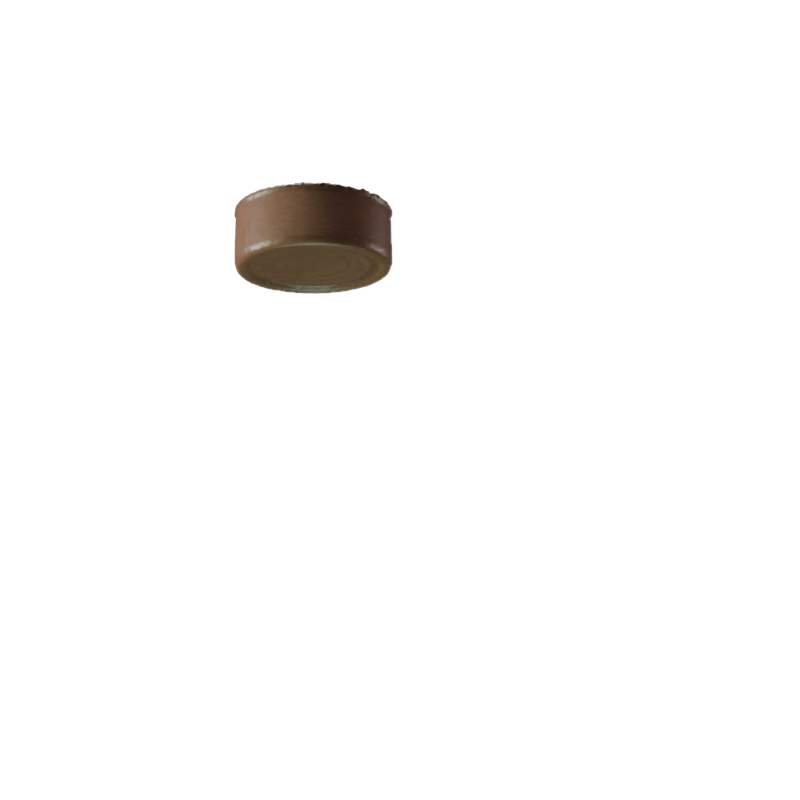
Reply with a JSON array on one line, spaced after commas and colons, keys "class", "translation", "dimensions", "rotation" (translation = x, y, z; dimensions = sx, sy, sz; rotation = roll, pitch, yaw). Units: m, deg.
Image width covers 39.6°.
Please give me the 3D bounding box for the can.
[{"class": "can", "translation": [-0.047, -0.085, 0.597], "dimensions": [0.086, 0.035, 0.083], "rotation": [0, -14, -2]}]
